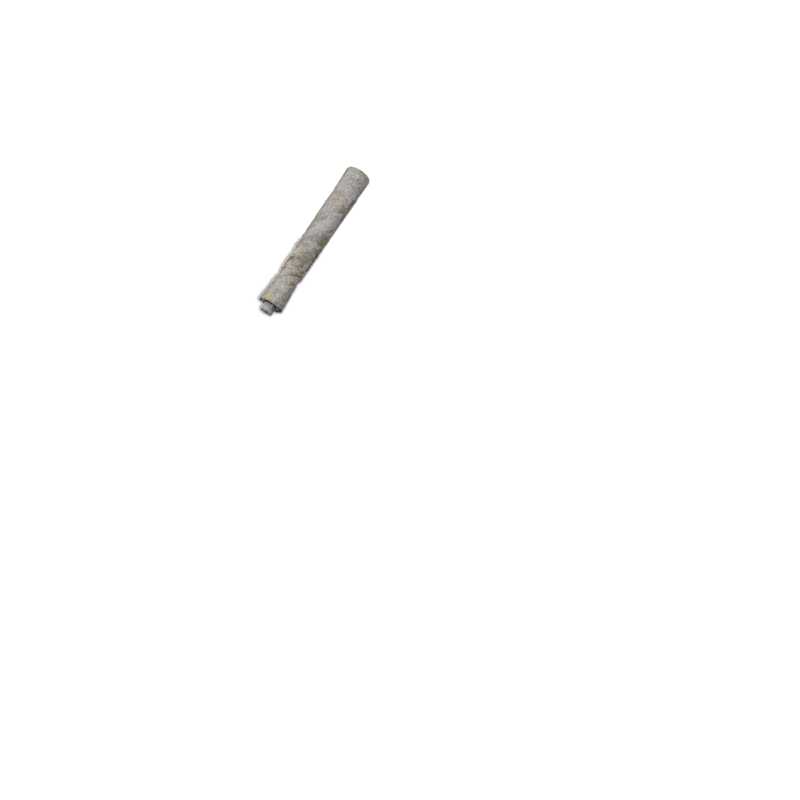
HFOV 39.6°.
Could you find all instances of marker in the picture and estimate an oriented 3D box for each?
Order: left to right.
[{"bbox_3d":[-0.060,-0.109,0.763,0.020,0.124,0.019,29,-18,7],"label":"marker"}]
